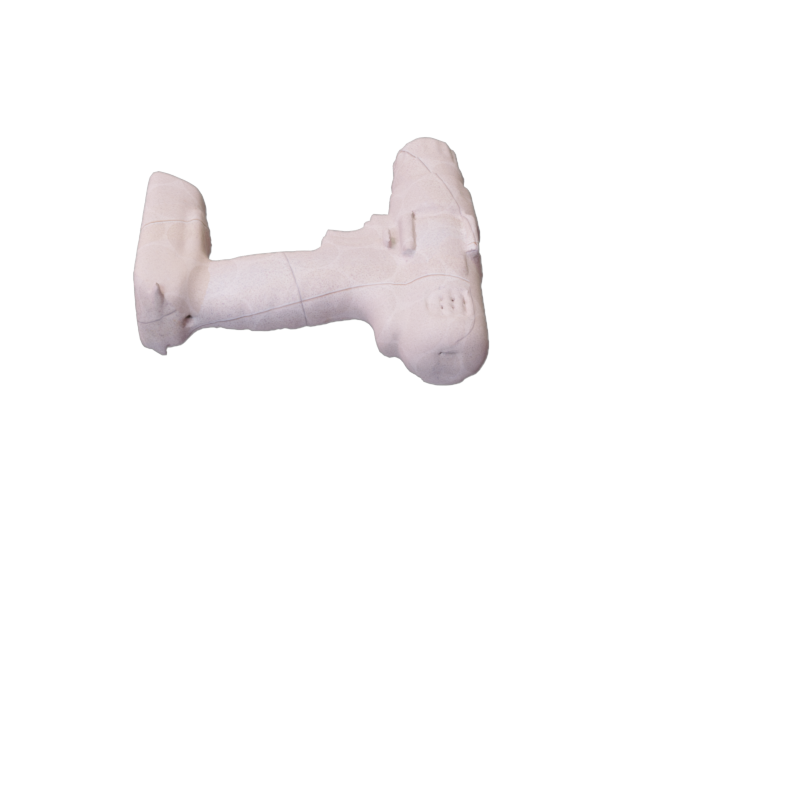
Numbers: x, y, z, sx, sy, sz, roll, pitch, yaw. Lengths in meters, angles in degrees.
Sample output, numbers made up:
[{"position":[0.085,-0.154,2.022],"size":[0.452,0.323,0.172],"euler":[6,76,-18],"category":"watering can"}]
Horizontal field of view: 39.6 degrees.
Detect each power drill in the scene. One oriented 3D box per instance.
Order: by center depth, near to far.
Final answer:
[{"position":[-0.048,-0.088,0.617],"size":[0.187,0.053,0.198],"euler":[-1,43,-1],"category":"power drill"}]
